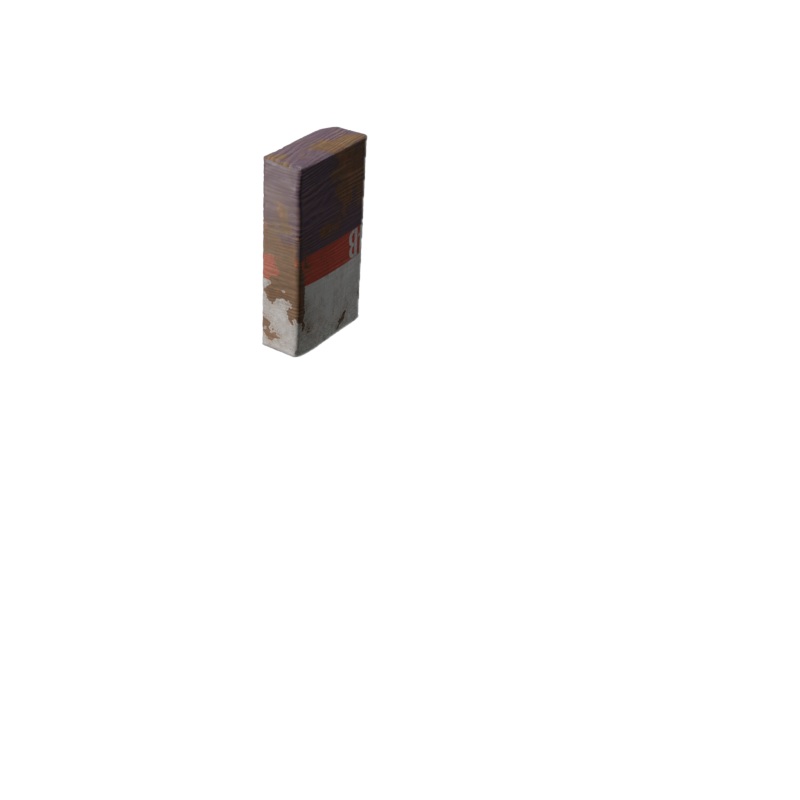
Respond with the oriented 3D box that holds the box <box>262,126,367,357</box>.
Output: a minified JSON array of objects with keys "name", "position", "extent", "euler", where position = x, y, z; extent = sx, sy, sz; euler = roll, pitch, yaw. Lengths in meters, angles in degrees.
[{"name":"box","position":[-0.073,-0.132,0.924],"extent":[0.051,0.166,0.094],"euler":[19,33,28]}]
